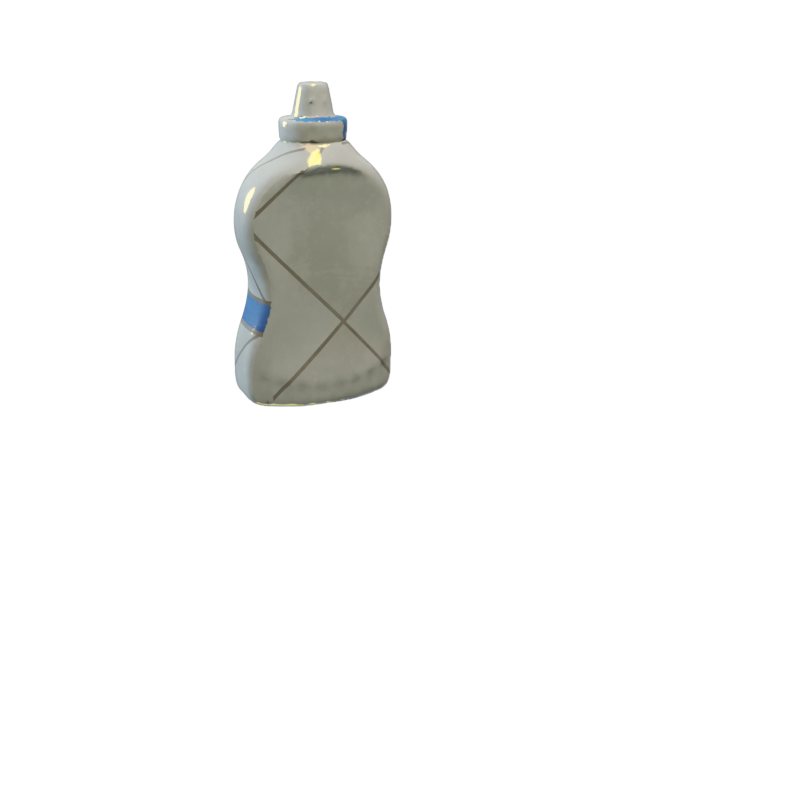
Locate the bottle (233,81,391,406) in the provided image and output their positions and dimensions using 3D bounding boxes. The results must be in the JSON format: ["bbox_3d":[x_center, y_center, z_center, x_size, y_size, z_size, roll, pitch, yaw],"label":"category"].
[{"bbox_3d":[-0.053,-0.096,0.672,0.094,0.185,0.062,-5,16,-21],"label":"bottle"}]
